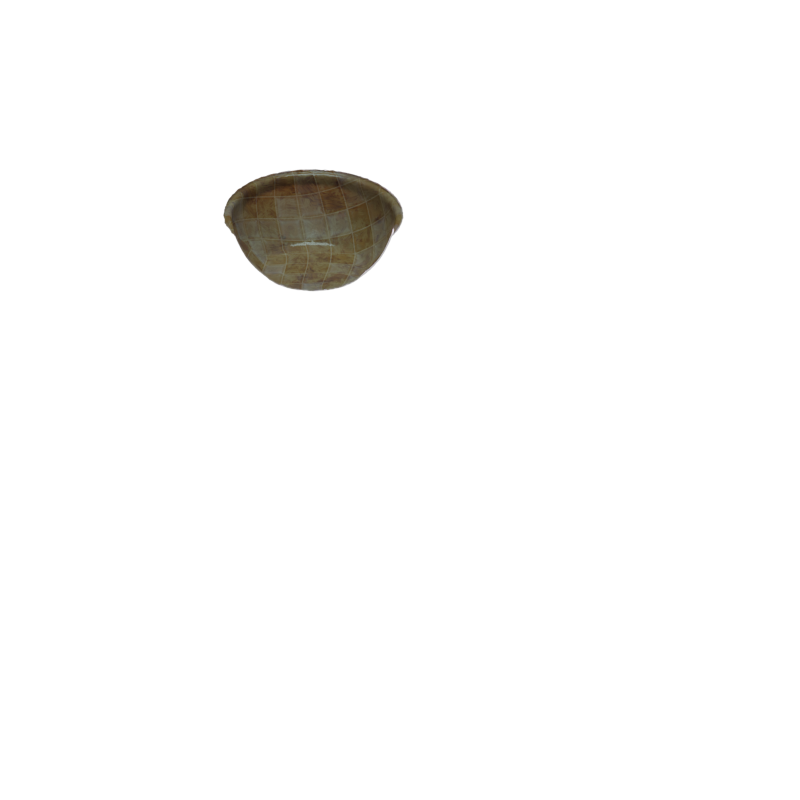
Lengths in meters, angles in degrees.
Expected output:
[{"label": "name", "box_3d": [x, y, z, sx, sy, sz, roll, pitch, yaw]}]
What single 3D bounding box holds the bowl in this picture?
[{"label": "bowl", "box_3d": [-0.077, -0.141, 0.986, 0.162, 0.058, 0.153, 1, -23, -2]}]
